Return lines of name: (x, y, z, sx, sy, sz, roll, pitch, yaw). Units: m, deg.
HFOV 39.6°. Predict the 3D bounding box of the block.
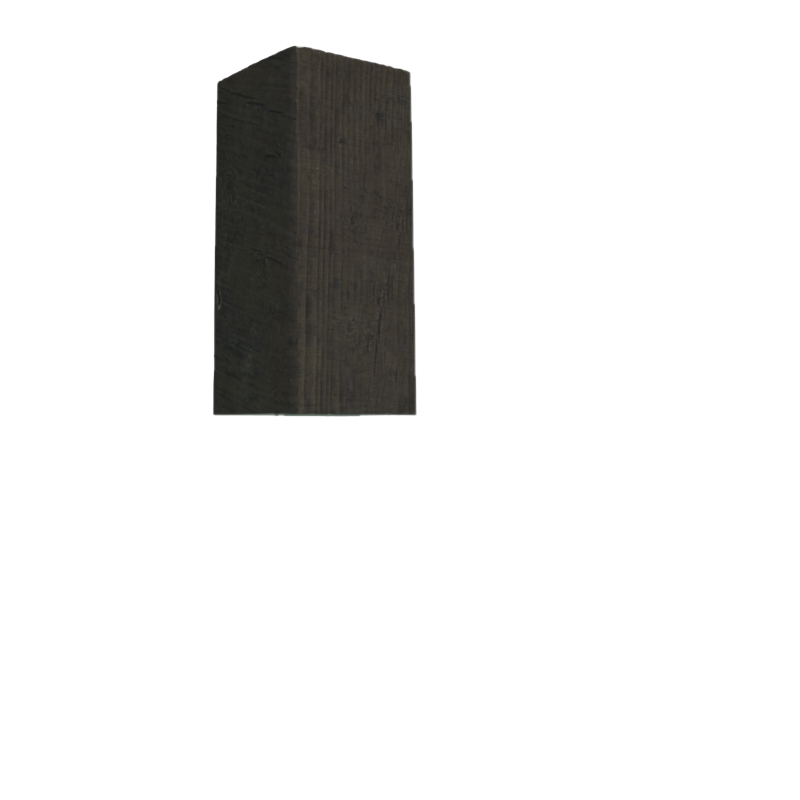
block: (-0.052, -0.095, 0.665, 0.087, 0.211, 0.092, 6, -10, -38)
